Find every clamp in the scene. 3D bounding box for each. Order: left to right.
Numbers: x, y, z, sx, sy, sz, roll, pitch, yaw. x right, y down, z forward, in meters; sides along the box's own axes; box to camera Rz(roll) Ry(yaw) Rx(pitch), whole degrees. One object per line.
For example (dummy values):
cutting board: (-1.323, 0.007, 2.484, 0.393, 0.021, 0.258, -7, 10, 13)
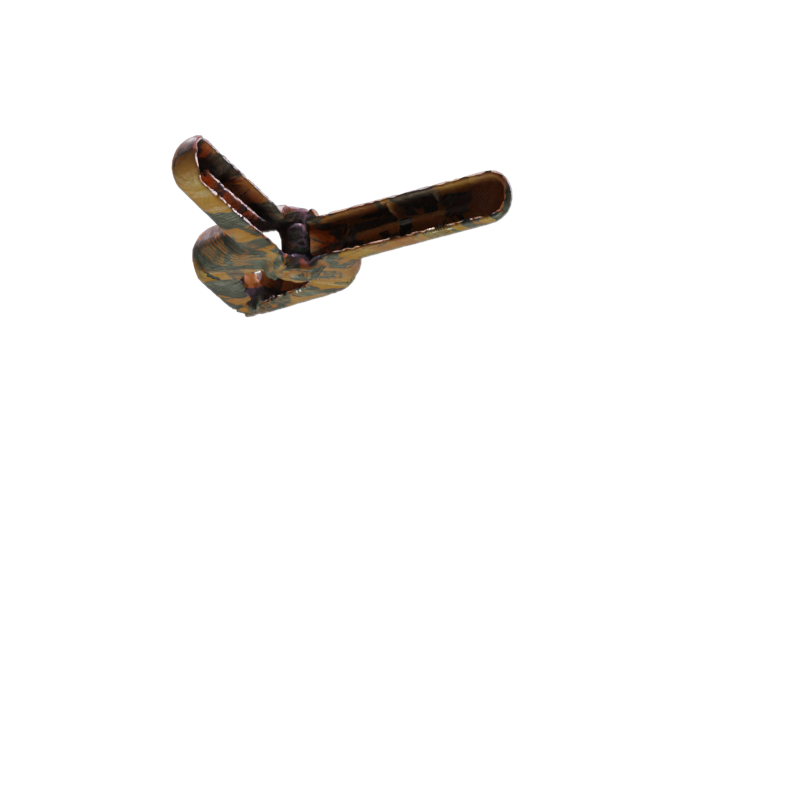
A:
clamp: (-0.046, -0.084, 0.592, 0.162, 0.038, 0.206, 3, -13, -14)
